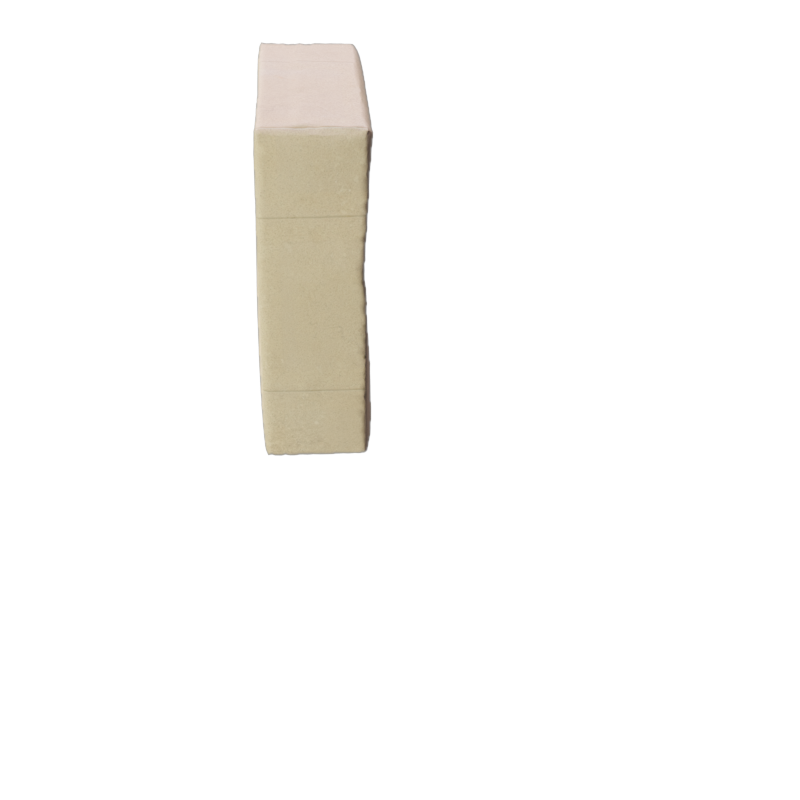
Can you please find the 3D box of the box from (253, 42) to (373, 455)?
[{"bbox_3d":[-0.055,-0.100,0.699,0.071,0.201,0.175,-1,30,-5],"label":"box"}]
